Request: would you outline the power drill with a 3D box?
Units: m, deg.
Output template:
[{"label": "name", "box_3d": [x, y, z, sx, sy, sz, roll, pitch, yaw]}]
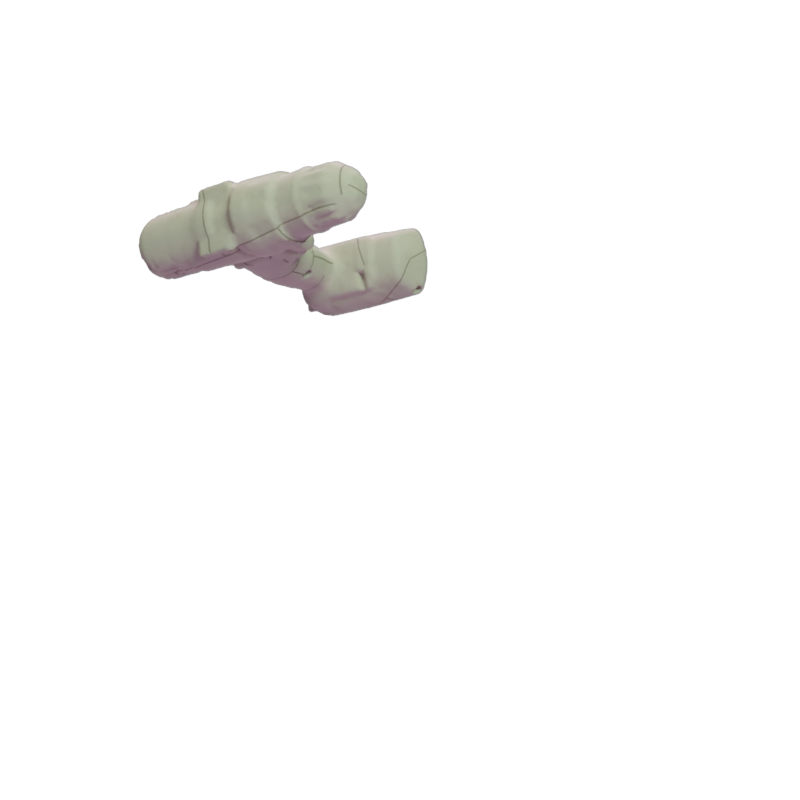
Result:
[{"label": "power drill", "box_3d": [-0.061, -0.112, 0.785, 0.189, 0.059, 0.177, -8, -14, 36]}]
